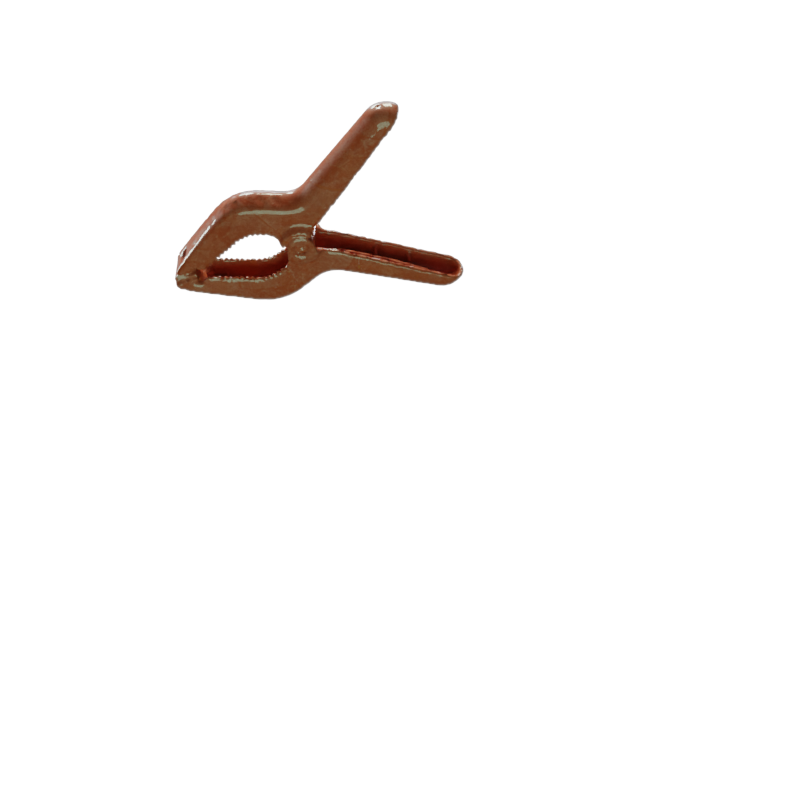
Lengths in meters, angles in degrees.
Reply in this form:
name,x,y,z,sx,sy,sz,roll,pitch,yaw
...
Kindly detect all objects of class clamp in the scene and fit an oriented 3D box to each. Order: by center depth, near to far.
name,x,y,z,sx,sy,sz,roll,pitch,yaw
clamp,-0.064,-0.117,0.820,0.211,0.152,0.039,-21,38,17
